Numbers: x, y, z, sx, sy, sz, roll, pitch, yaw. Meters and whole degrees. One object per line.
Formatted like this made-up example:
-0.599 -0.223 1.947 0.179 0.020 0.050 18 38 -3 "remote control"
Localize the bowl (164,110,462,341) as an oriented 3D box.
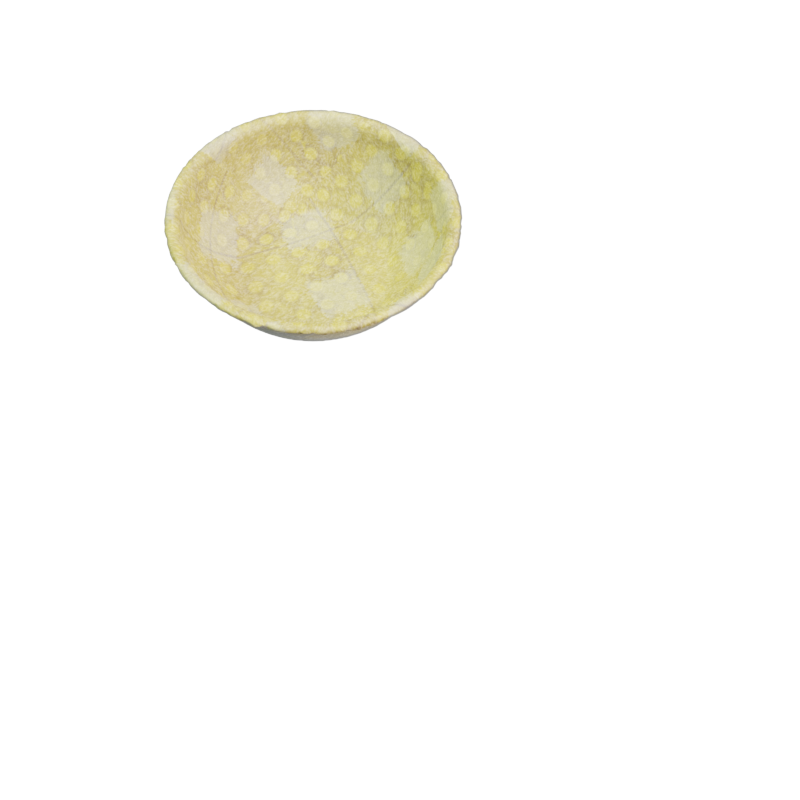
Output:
-0.049 -0.089 0.621 0.162 0.174 0.051 -1 -36 -1 "bowl"
